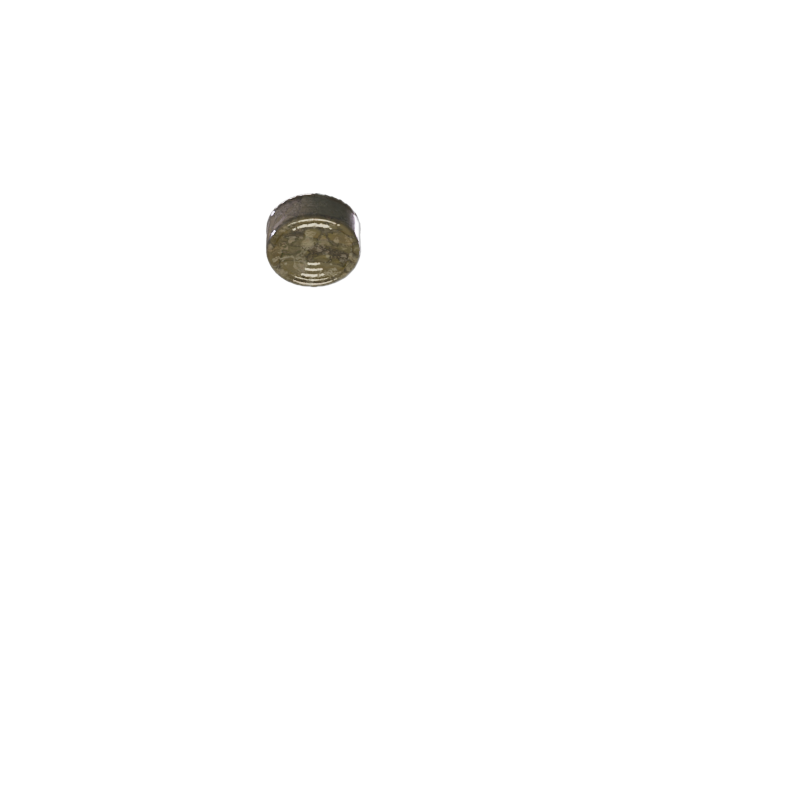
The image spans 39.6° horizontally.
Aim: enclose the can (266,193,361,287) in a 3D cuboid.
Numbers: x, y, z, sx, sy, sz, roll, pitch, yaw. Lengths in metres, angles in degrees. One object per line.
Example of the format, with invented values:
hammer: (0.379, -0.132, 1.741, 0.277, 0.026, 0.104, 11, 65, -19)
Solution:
can: (-0.078, -0.142, 0.992, 0.086, 0.036, 0.080, 1, -45, -1)
